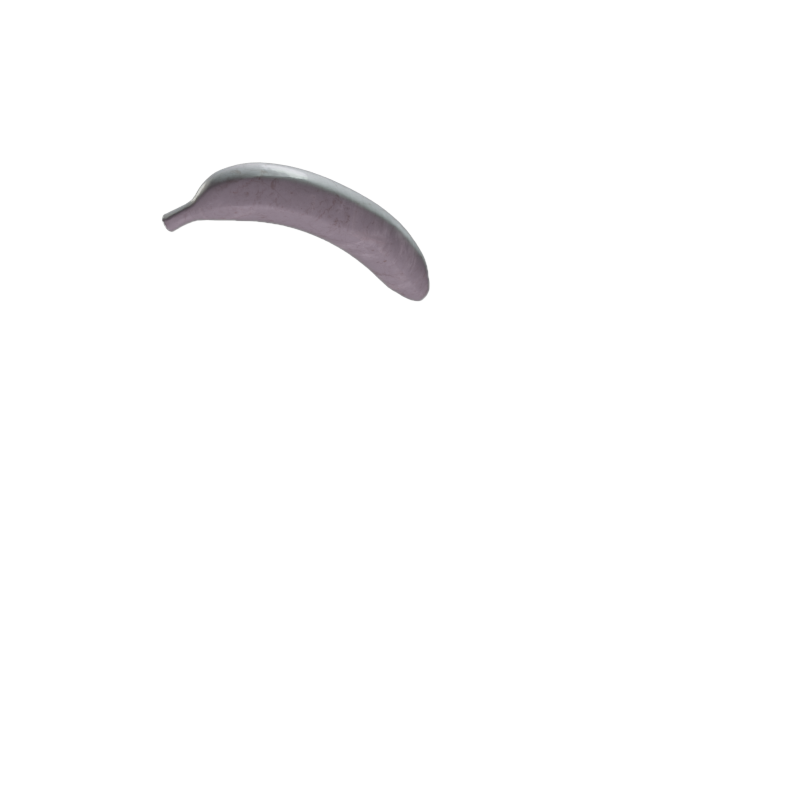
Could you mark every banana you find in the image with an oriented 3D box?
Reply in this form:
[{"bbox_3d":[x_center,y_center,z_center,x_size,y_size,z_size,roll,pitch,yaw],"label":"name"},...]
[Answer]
[{"bbox_3d":[-0.051,-0.113,0.721,0.189,0.039,0.068,16,-35,-25],"label":"banana"}]
